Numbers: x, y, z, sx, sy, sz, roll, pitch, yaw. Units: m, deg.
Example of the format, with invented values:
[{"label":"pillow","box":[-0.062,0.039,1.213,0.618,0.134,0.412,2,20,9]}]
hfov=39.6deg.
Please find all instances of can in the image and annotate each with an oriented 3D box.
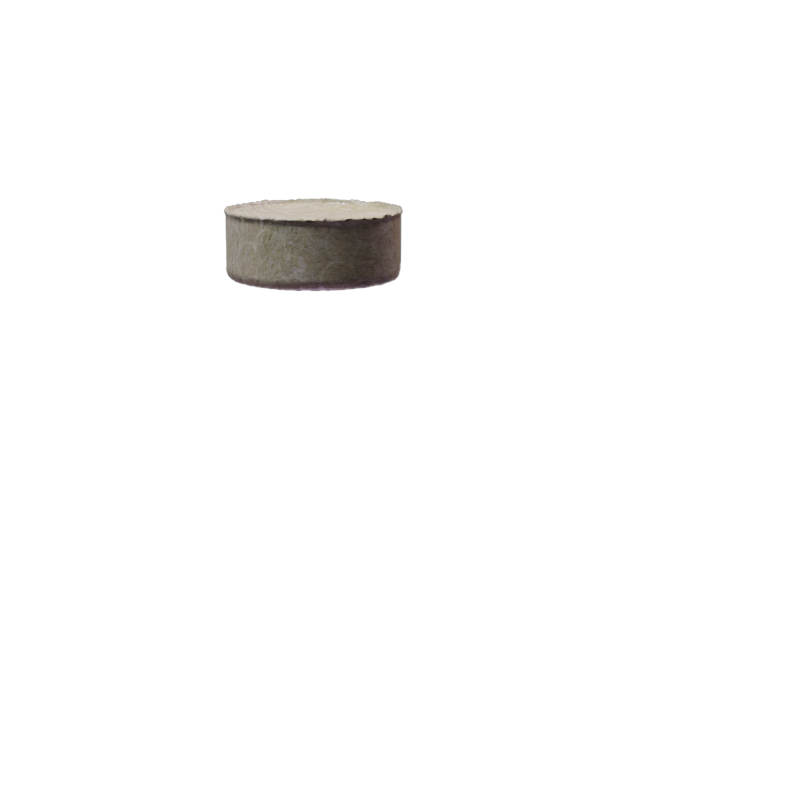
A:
[{"label":"can","box":[-0.042,-0.076,0.534,0.086,0.033,0.089,0,15,-2]}]
